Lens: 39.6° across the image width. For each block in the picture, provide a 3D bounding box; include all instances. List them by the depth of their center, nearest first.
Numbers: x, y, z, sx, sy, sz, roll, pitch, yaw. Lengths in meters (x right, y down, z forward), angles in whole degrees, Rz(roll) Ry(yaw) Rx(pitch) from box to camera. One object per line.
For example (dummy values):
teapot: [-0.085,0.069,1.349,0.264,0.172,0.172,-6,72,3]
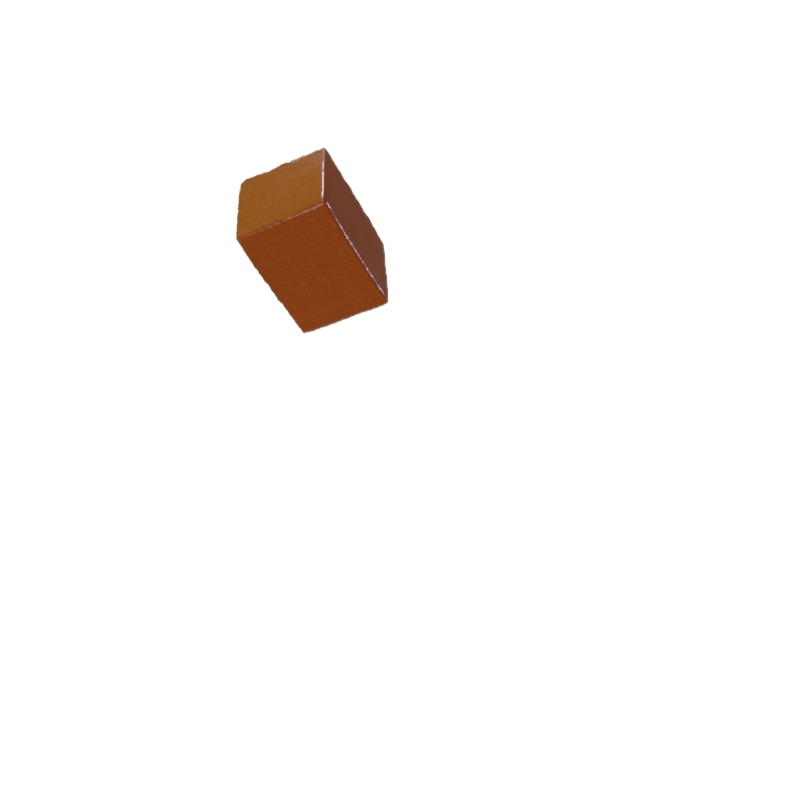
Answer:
block: [-0.046,-0.084,0.591,0.053,0.055,0.072,-20,-50,16]
